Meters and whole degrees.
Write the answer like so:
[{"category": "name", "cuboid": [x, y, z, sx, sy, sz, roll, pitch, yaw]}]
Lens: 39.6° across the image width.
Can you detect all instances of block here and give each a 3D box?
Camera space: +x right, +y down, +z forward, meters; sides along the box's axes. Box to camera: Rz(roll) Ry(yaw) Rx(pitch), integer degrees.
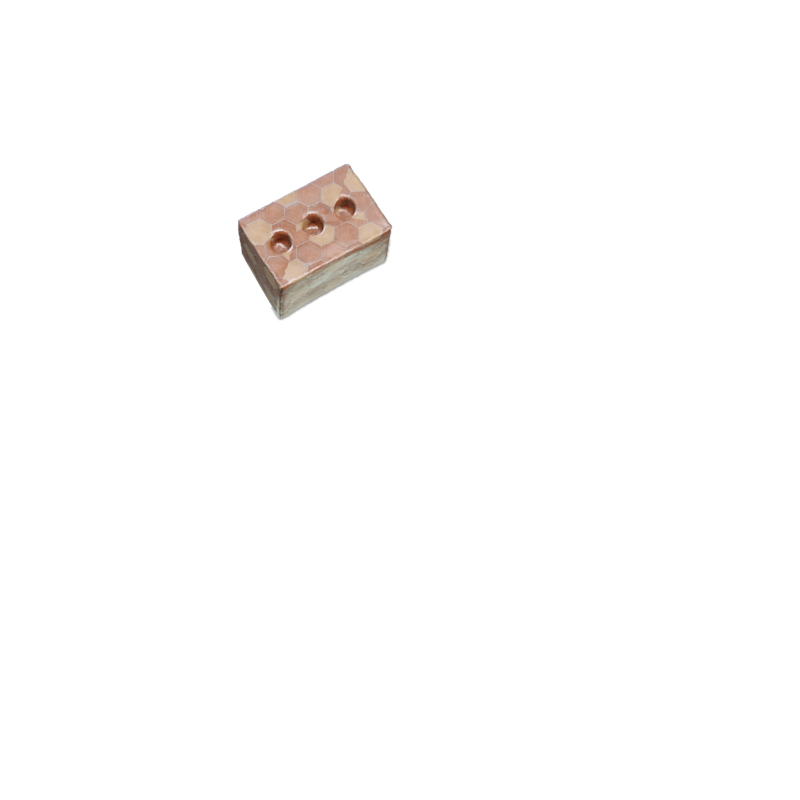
[{"category": "block", "cuboid": [-0.052, -0.095, 0.669, 0.078, 0.055, 0.049, -30, -16, -12]}]
